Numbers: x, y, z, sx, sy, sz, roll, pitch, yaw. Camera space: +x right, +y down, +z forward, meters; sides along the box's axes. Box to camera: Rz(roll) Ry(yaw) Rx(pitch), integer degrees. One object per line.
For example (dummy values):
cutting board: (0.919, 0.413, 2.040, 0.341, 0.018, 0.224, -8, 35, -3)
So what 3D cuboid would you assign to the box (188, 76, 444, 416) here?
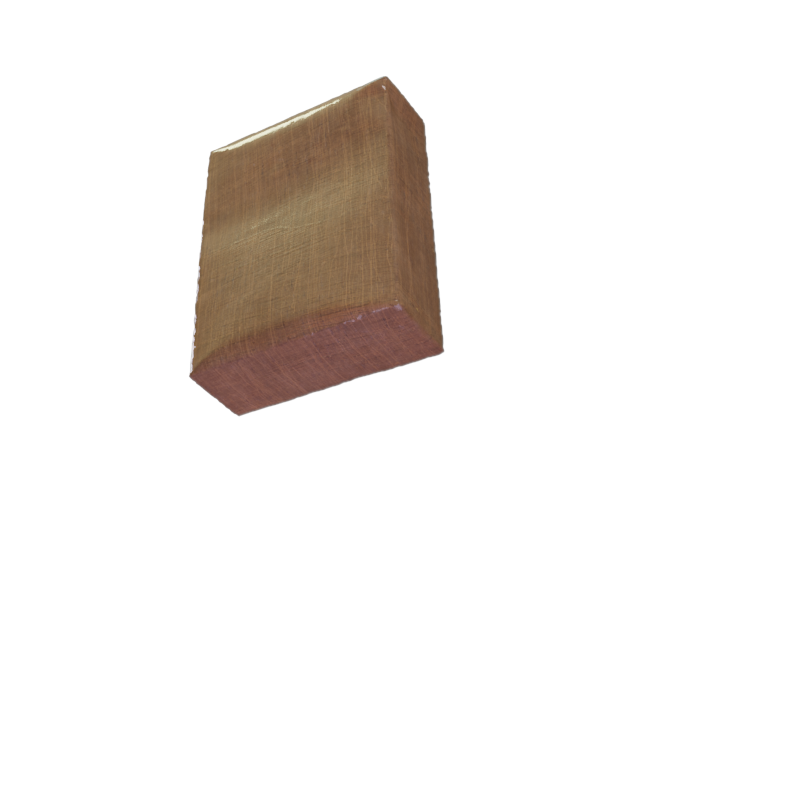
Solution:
box: (-0.062, -0.114, 0.797, 0.166, 0.229, 0.066, -18, -38, 22)
